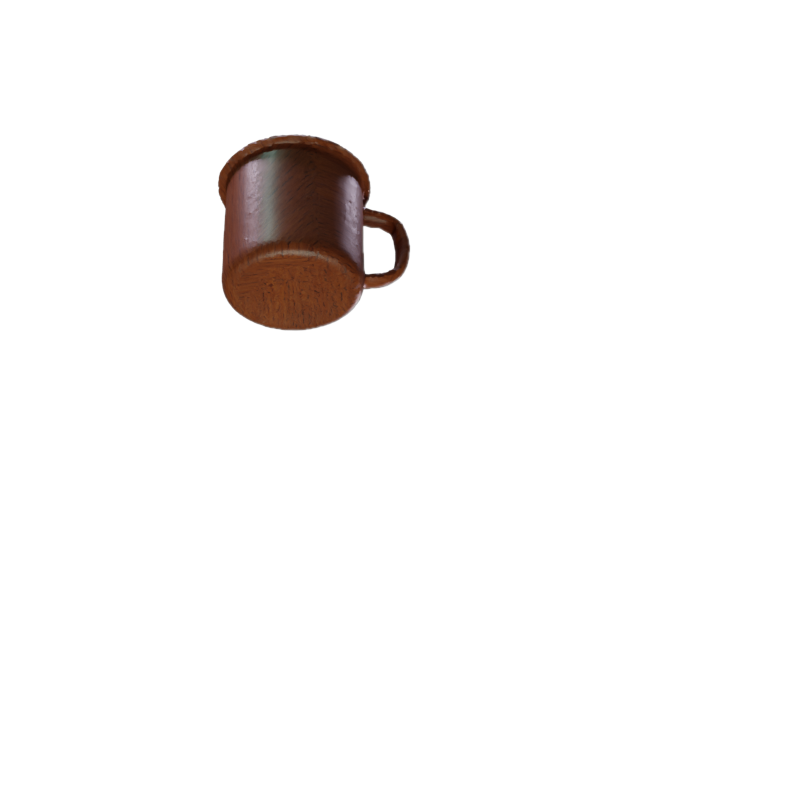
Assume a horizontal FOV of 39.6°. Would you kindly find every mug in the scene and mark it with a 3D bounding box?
[{"bbox_3d":[-0.051,-0.093,0.653,0.115,0.087,0.089,9,-37,-14],"label":"mug"}]
